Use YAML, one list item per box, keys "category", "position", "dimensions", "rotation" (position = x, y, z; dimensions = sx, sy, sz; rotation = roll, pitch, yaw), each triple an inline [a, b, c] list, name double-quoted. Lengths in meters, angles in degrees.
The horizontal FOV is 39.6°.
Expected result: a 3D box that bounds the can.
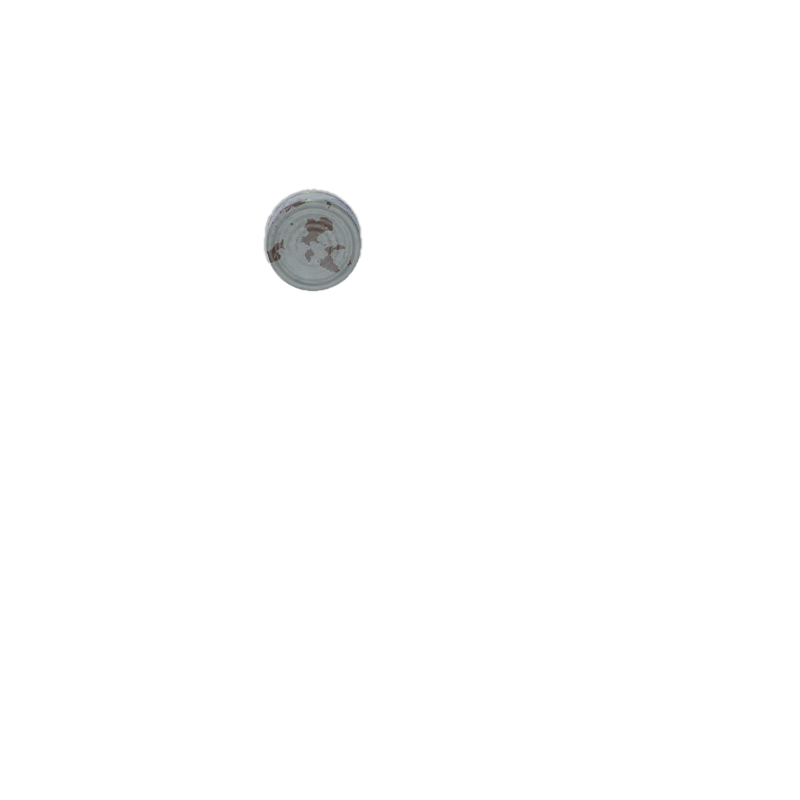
- category: "can"
  position: [-0.077, -0.141, 0.986]
  dimensions: [0.086, 0.083, 0.035]
  rotation: [0, 17, -1]
